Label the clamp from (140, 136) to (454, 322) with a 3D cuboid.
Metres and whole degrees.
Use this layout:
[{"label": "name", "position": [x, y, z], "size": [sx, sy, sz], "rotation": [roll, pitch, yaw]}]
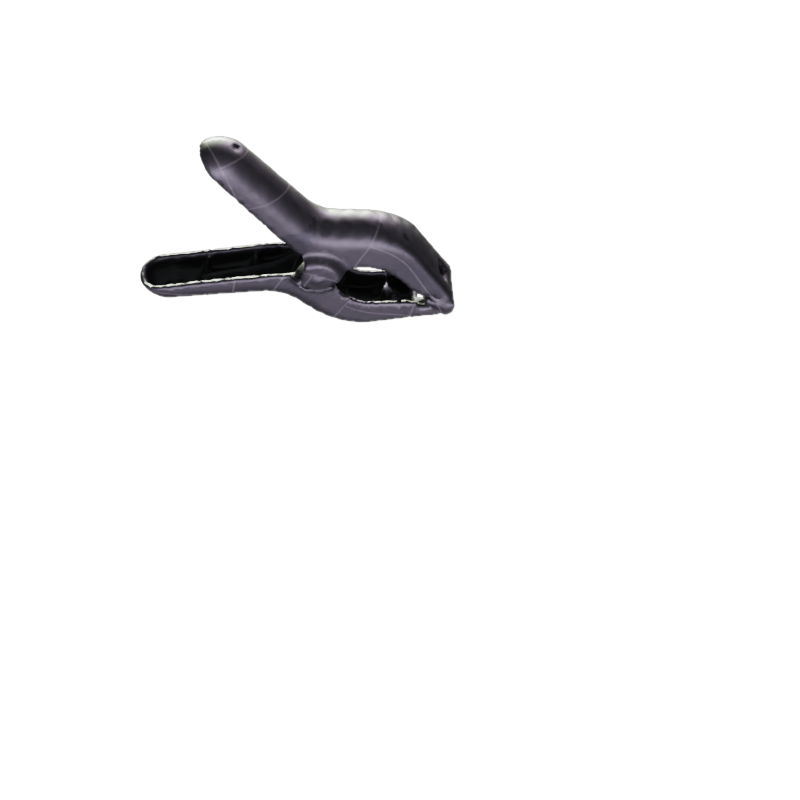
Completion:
[{"label": "clamp", "position": [-0.046, -0.084, 0.588], "size": [0.168, 0.042, 0.115], "rotation": [7, -29, -13]}]
